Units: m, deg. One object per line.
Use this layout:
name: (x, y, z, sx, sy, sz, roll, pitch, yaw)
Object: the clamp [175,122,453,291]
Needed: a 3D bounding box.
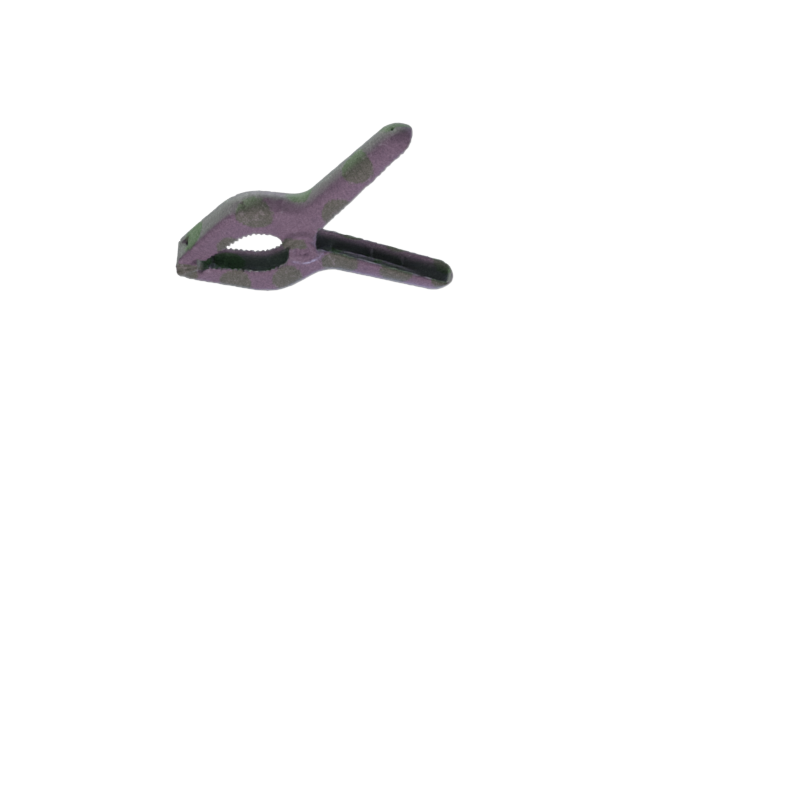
clamp: (-0.066, -0.120, 0.844, 0.212, 0.039, 0.152, -14, -43, 16)
